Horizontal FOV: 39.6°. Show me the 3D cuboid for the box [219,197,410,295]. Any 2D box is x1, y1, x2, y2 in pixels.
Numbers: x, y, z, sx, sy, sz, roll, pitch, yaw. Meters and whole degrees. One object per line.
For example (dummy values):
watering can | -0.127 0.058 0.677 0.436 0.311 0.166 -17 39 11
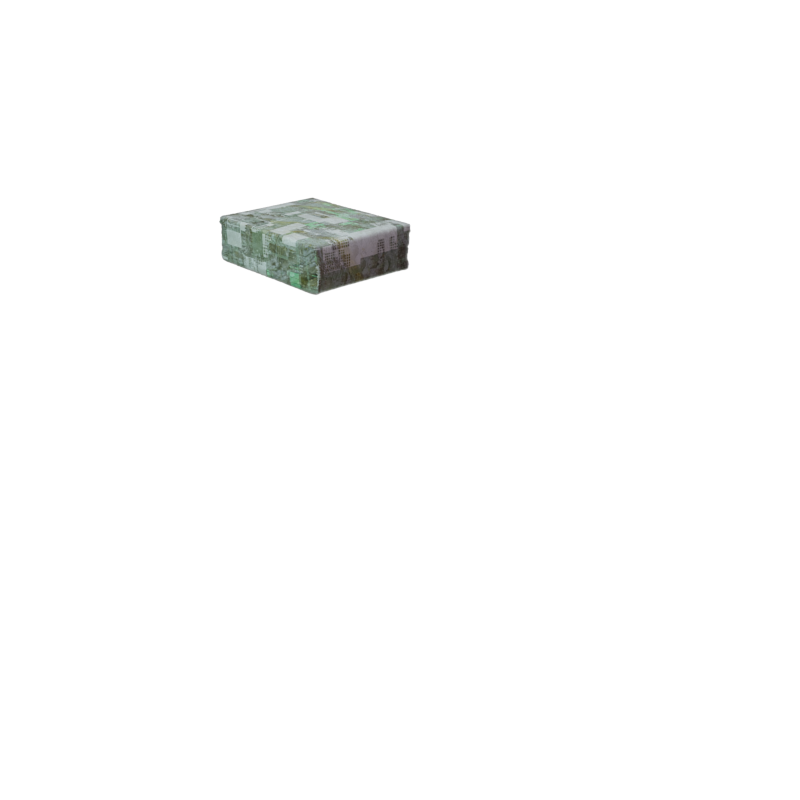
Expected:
box | -0.063 -0.115 0.802 0.088 0.037 0.121 -20 31 -37
